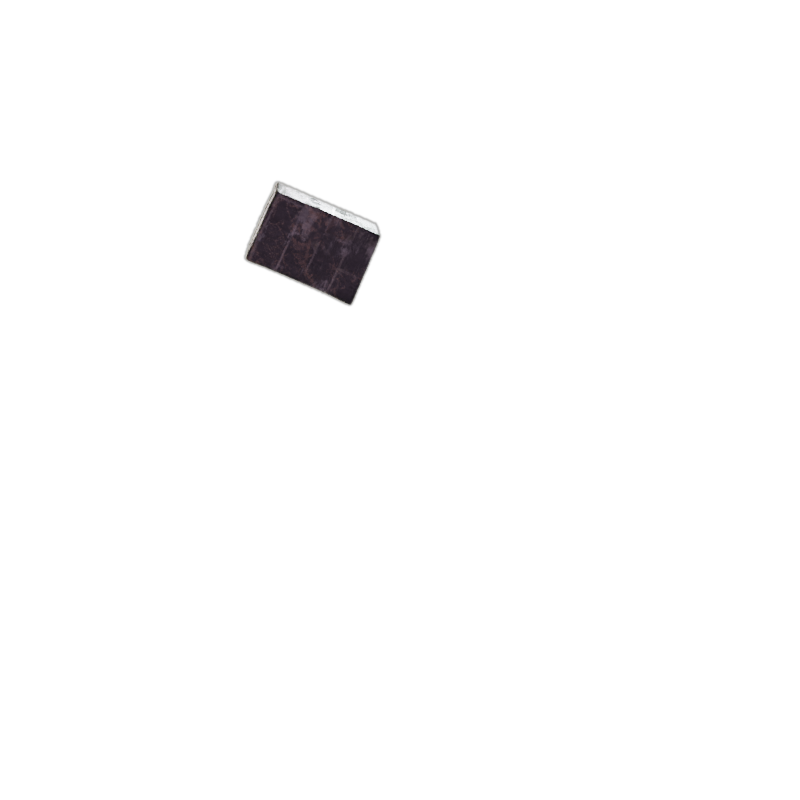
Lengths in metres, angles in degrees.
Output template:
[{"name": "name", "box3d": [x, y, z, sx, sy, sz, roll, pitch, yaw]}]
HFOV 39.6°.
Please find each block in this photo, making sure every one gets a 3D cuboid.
[{"name": "block", "box3d": [-0.059, -0.107, 0.749, 0.077, 0.052, 0.053, 24, 11, -6]}]
